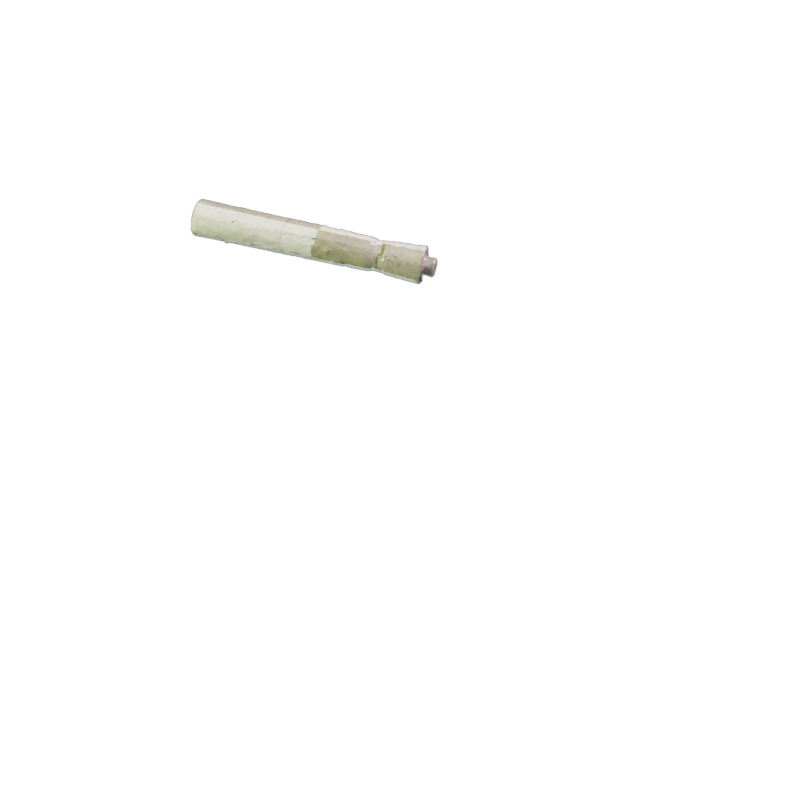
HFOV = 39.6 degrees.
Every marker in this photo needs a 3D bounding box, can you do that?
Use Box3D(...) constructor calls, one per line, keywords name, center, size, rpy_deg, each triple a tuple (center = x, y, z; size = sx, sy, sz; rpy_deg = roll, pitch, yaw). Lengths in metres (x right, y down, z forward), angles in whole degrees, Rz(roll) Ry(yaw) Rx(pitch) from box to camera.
Box3D(name="marker", center=(-0.042, -0.077, 0.536), size=(0.124, 0.020, 0.019), rpy_deg=(14, 6, 12))
